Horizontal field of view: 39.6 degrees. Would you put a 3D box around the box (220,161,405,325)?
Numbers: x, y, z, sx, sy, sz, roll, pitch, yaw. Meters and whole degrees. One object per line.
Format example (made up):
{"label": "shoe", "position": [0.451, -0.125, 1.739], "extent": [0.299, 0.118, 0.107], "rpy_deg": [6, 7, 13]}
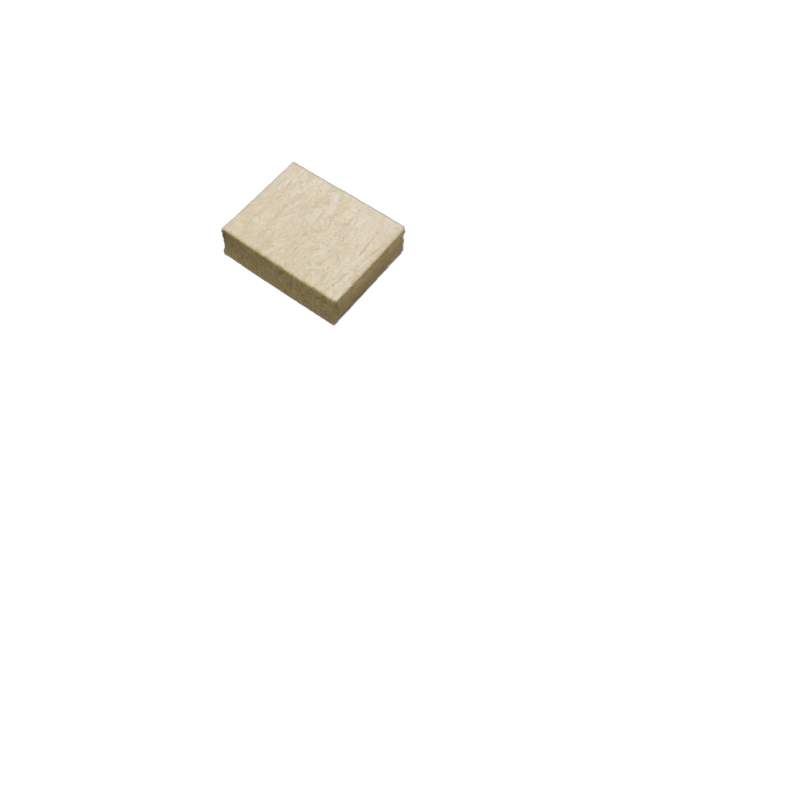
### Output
{"label": "box", "position": [-0.067, -0.122, 0.854], "extent": [0.119, 0.092, 0.036], "rpy_deg": [31, -31, 21]}
